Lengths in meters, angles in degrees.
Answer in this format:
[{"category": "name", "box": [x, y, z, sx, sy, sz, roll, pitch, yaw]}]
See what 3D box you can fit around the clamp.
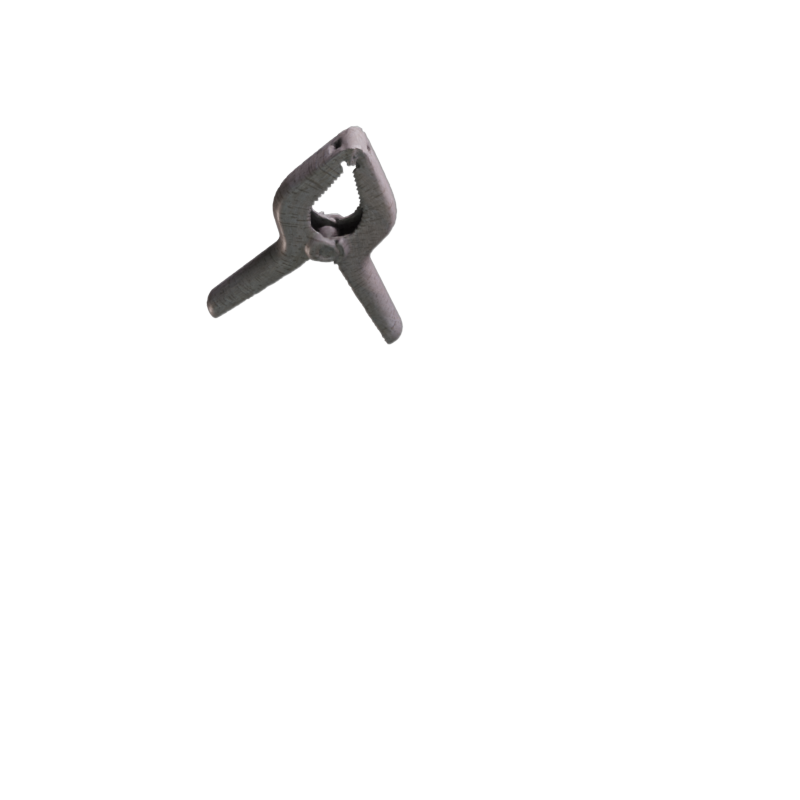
[{"category": "clamp", "box": [-0.068, -0.124, 0.868, 0.163, 0.039, 0.197, 4, -44, -5]}]
